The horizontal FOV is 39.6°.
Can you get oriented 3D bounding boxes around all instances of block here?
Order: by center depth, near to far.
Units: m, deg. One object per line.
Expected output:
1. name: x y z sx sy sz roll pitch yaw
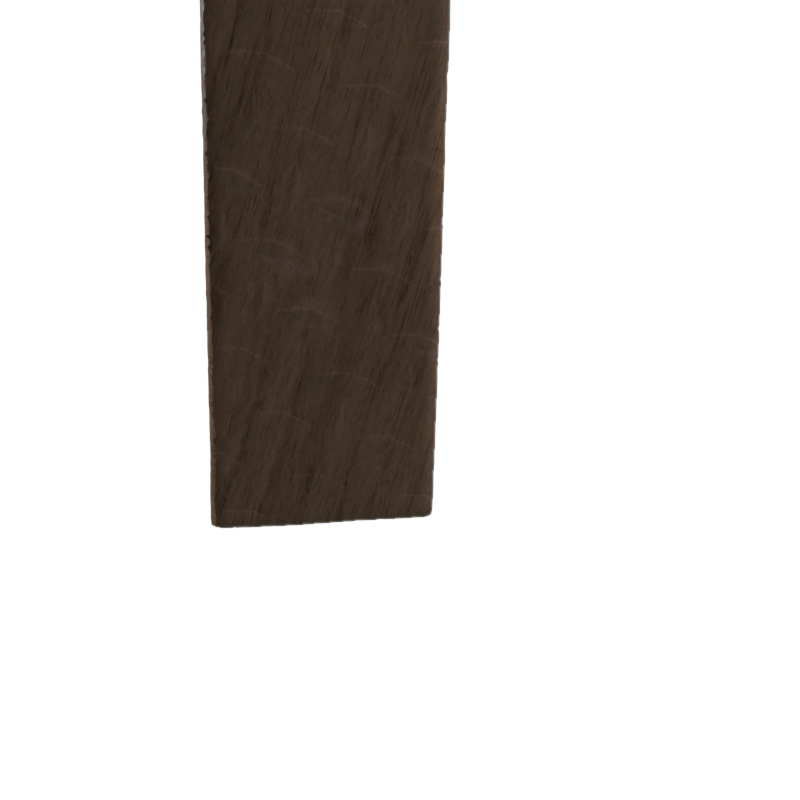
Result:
1. block: -0.035 -0.064 0.451 0.089 0.199 0.095 -1 17 -8
